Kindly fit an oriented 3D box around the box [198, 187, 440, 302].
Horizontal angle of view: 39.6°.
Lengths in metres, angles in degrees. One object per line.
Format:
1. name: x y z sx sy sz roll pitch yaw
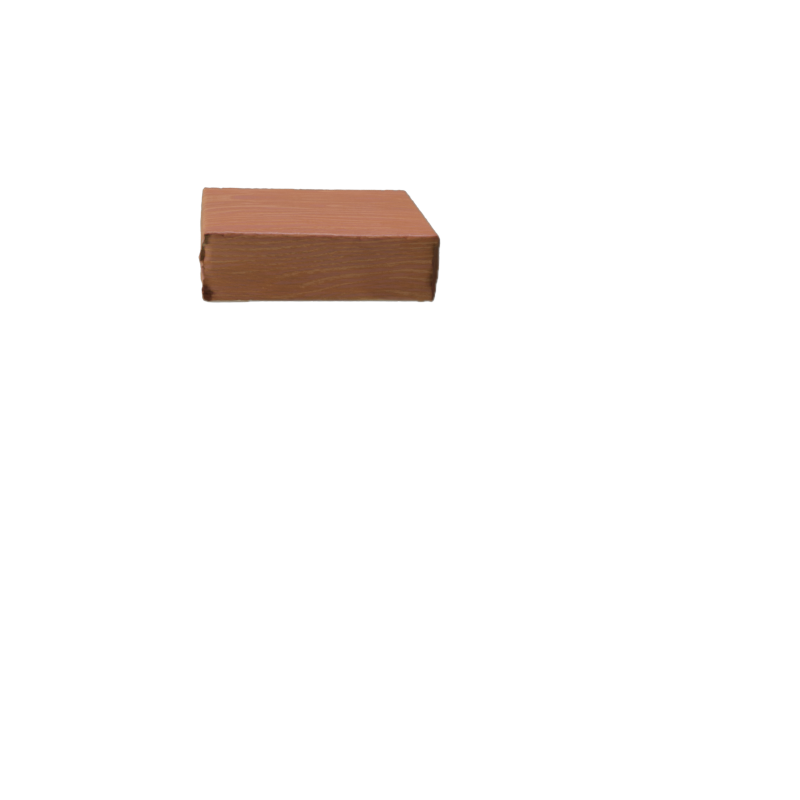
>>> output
1. box: -0.043 -0.079 0.553 0.113 0.037 0.094 -3 22 -7
